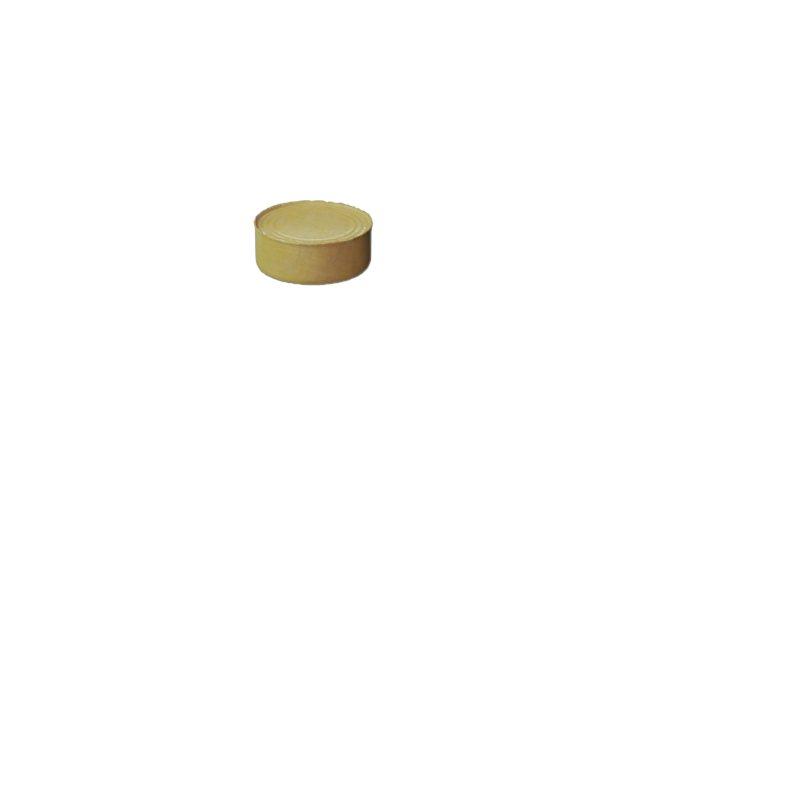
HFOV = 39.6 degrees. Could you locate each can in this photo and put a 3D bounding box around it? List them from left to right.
[{"bbox_3d":[-0.063,-0.114,0.801,0.086,0.032,0.091,-1,28,-2],"label":"can"}]
